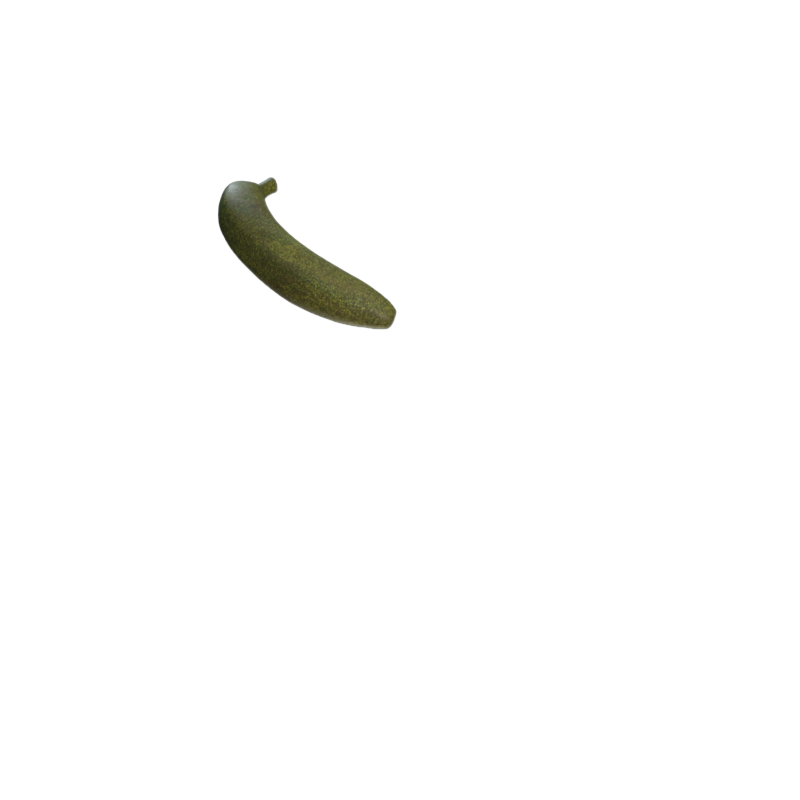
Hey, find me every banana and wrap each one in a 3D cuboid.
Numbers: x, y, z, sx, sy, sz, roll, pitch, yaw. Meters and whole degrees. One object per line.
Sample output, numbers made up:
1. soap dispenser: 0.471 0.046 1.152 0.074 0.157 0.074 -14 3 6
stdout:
1. banana: -0.077 -0.105 0.754 0.069 0.034 0.214 -18 43 -21
